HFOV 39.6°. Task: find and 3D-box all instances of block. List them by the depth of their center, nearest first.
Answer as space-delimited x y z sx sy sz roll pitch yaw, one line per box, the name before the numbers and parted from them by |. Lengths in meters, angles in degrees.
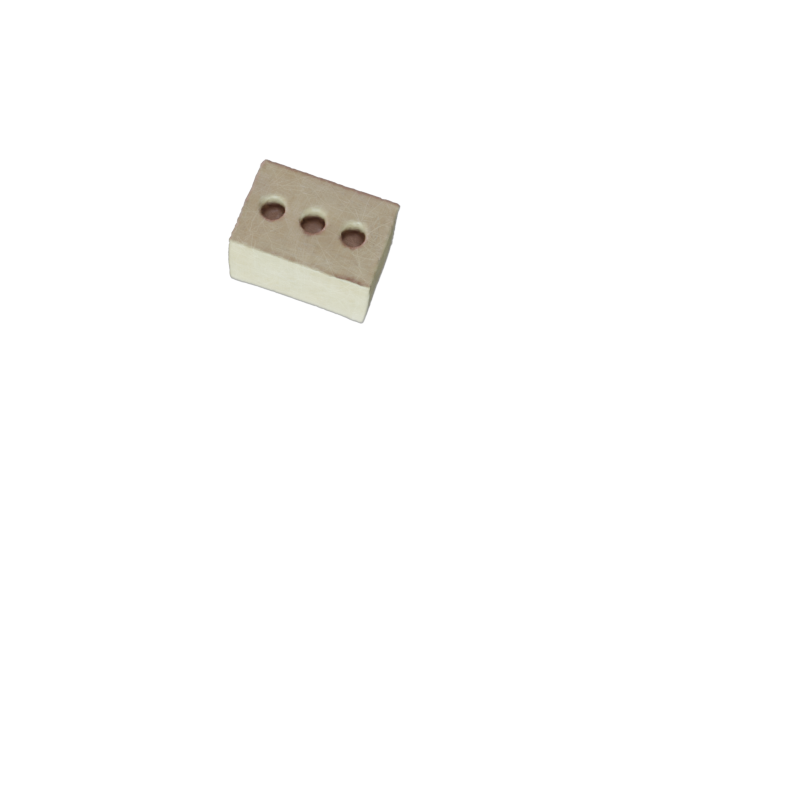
block | -0.046 -0.083 0.583 0.079 0.055 0.049 19 -20 6
